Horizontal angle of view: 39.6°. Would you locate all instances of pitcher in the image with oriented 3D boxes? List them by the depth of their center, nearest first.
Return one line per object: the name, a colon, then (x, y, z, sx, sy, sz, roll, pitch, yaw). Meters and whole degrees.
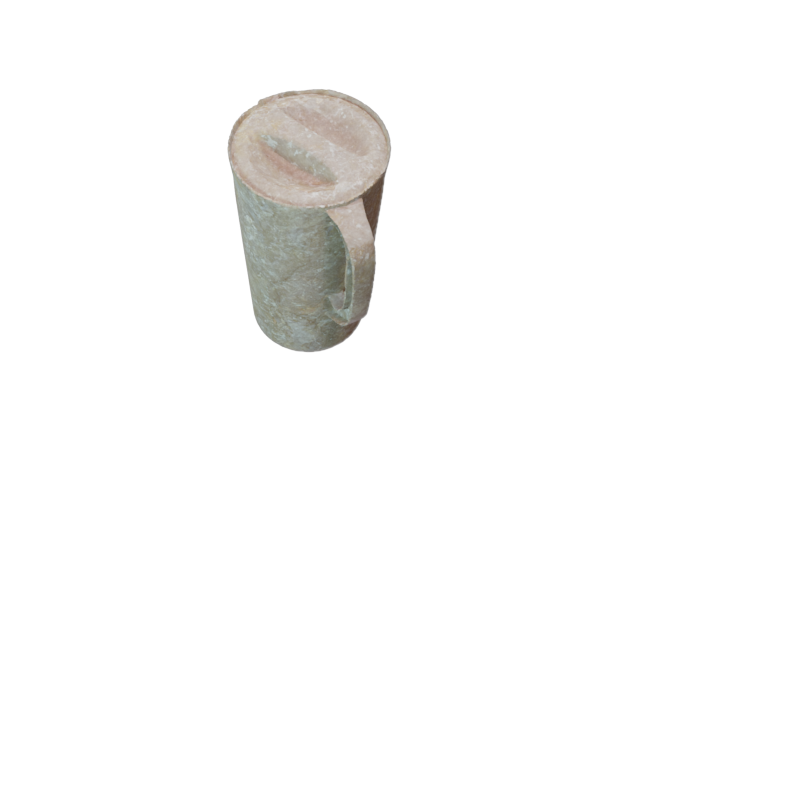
pitcher: (-0.077, -0.140, 0.983, 0.148, 0.156, 0.227, 16, -33, 7)
